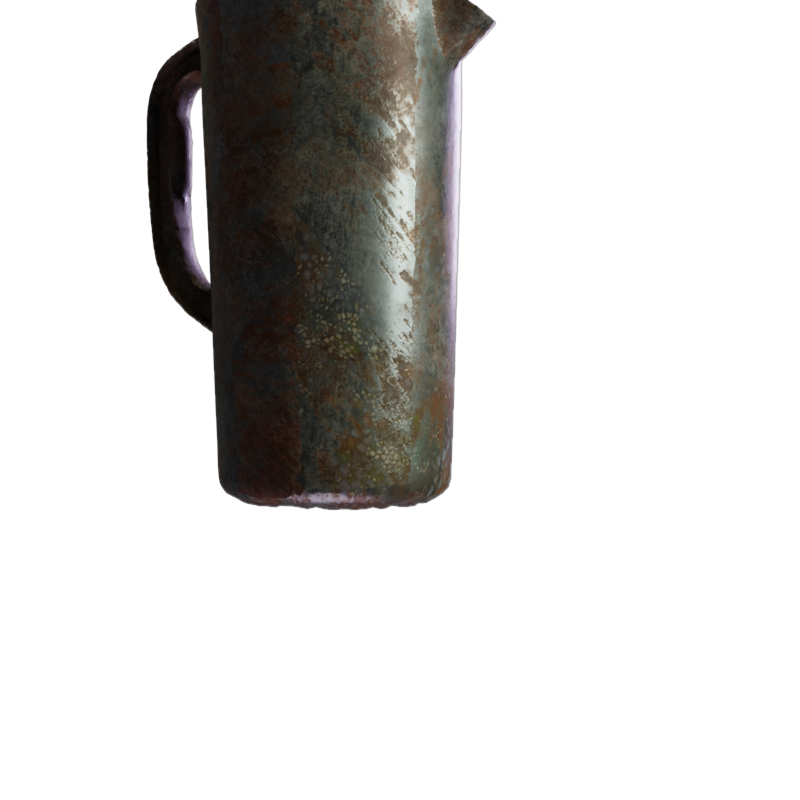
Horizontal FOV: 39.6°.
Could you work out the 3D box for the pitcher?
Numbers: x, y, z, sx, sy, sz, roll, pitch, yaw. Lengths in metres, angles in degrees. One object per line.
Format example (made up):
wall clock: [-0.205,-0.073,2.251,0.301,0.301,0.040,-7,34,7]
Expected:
pitcher: [-0.042,-0.076,0.534,0.141,0.247,0.151,2,-6,-19]
